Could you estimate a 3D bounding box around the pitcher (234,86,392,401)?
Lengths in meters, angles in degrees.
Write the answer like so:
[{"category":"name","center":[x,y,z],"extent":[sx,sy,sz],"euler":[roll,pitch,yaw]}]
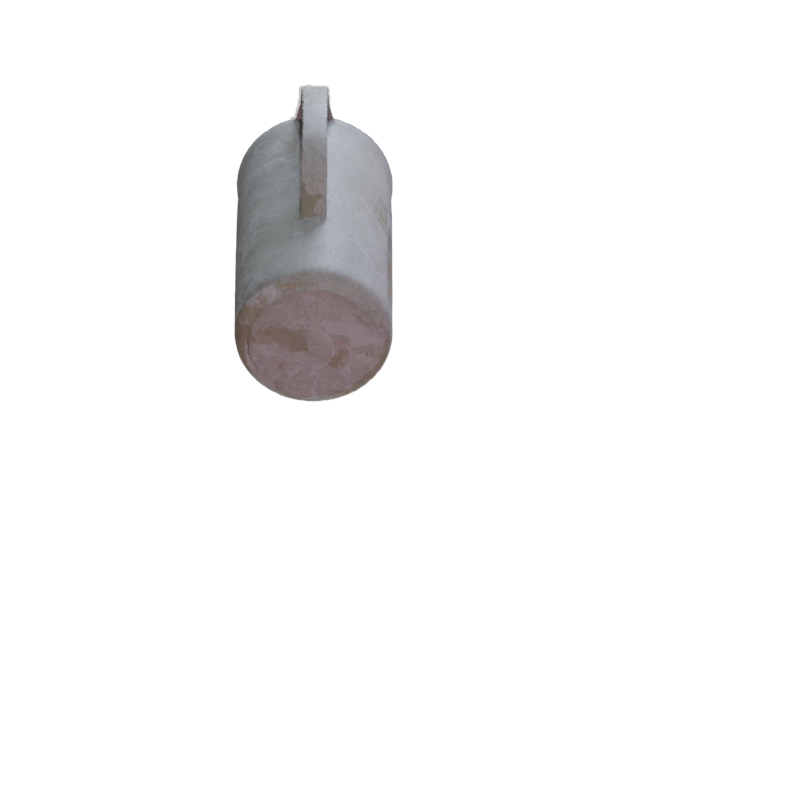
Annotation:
[{"category":"pitcher","center":[-0.066,-0.121,0.844],"extent":[0.144,0.141,0.259],"euler":[-38,28,20]}]
